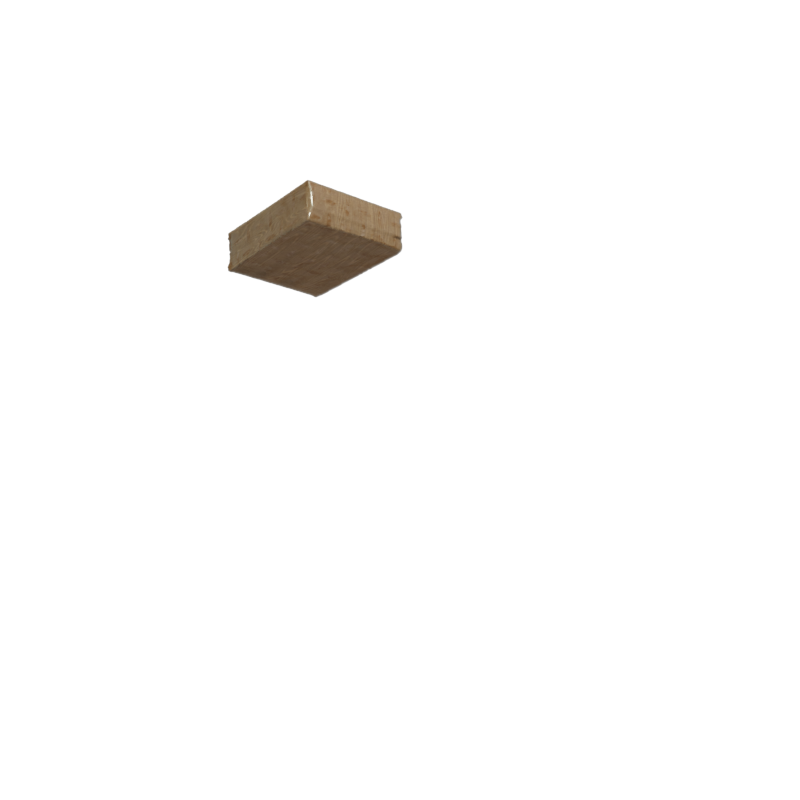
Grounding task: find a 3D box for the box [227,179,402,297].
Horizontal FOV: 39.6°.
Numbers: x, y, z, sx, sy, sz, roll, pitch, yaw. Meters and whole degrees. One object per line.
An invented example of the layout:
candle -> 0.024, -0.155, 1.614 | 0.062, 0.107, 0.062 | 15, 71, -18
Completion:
box -> -0.067, -0.122, 0.856 | 0.085, 0.041, 0.113 | 17, -27, -35
